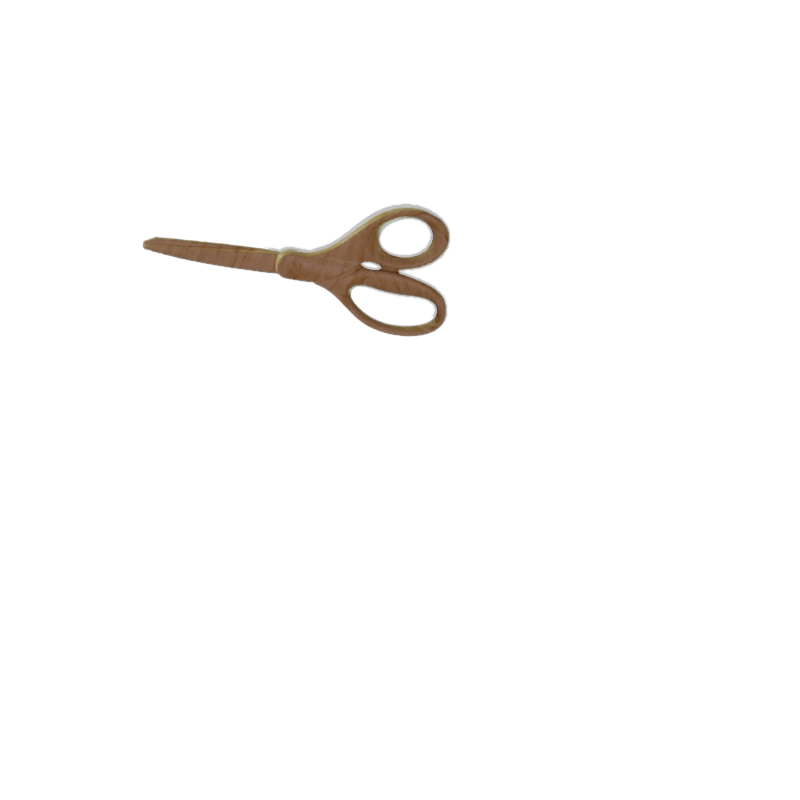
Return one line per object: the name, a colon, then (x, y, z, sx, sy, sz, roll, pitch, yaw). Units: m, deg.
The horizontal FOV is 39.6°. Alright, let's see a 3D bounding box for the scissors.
scissors: (-0.056, -0.102, 0.718, 0.199, 0.094, 0.016, 22, 16, -7)
